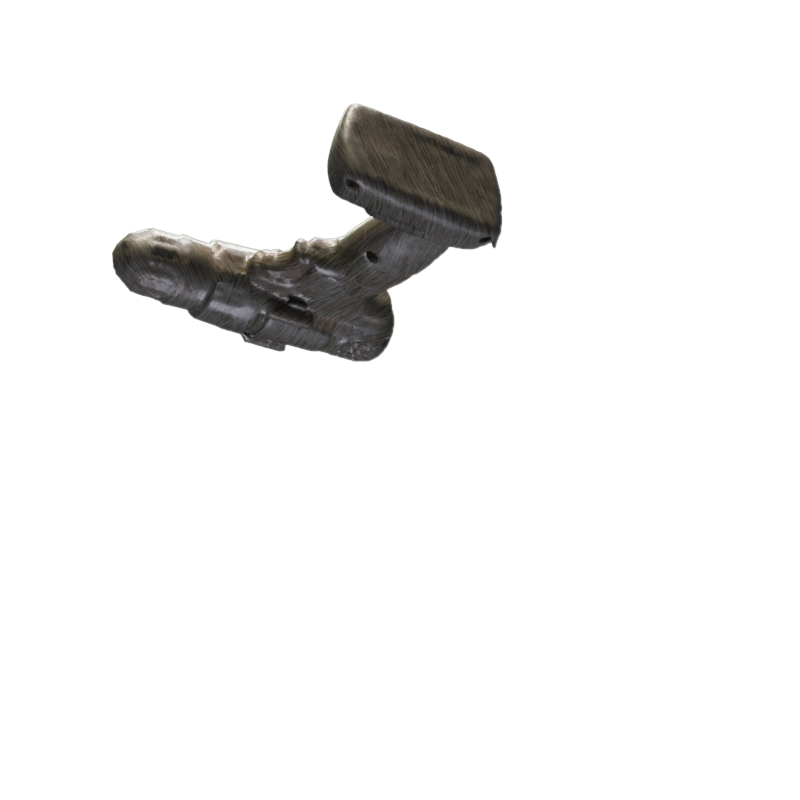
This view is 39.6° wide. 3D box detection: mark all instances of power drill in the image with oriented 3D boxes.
[{"bbox_3d":[-0.049,-0.090,0.628,0.176,0.061,0.185,15,-29,-29],"label":"power drill"}]
